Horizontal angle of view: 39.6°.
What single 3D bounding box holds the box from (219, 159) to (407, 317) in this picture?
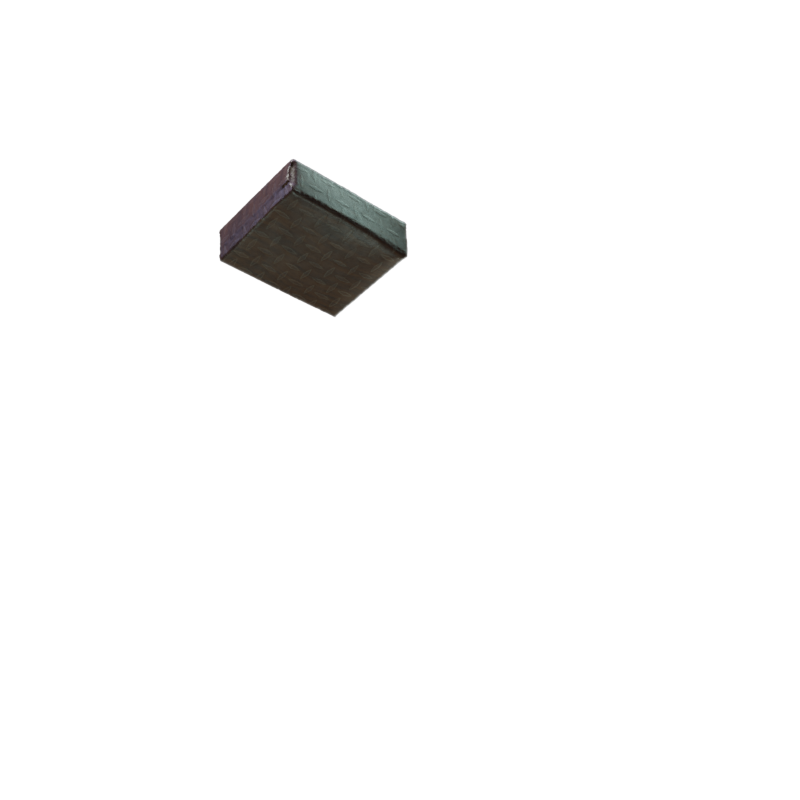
[{"bbox_3d":[-0.064,-0.117,0.821,0.107,0.042,0.088,28,-49,-29],"label":"box"}]
